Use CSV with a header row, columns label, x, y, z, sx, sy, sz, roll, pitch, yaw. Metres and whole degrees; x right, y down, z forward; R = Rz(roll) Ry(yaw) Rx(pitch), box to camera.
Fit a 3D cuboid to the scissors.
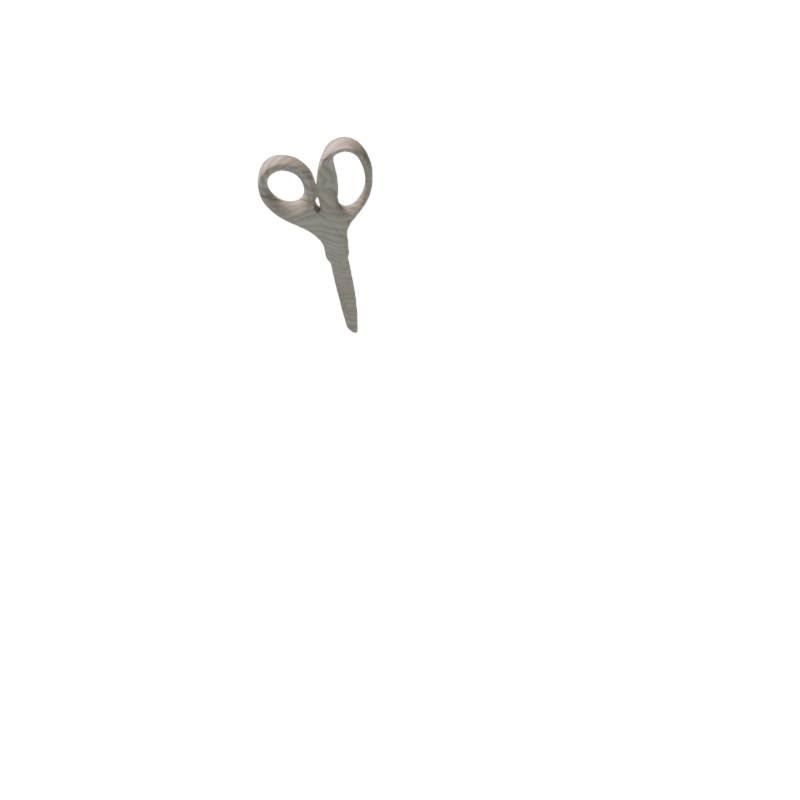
label,x,y,z,sx,sy,sz,roll,pitch,yaw
scissors,-0.069,-0.126,0.882,0.095,0.017,0.189,6,-45,-6
